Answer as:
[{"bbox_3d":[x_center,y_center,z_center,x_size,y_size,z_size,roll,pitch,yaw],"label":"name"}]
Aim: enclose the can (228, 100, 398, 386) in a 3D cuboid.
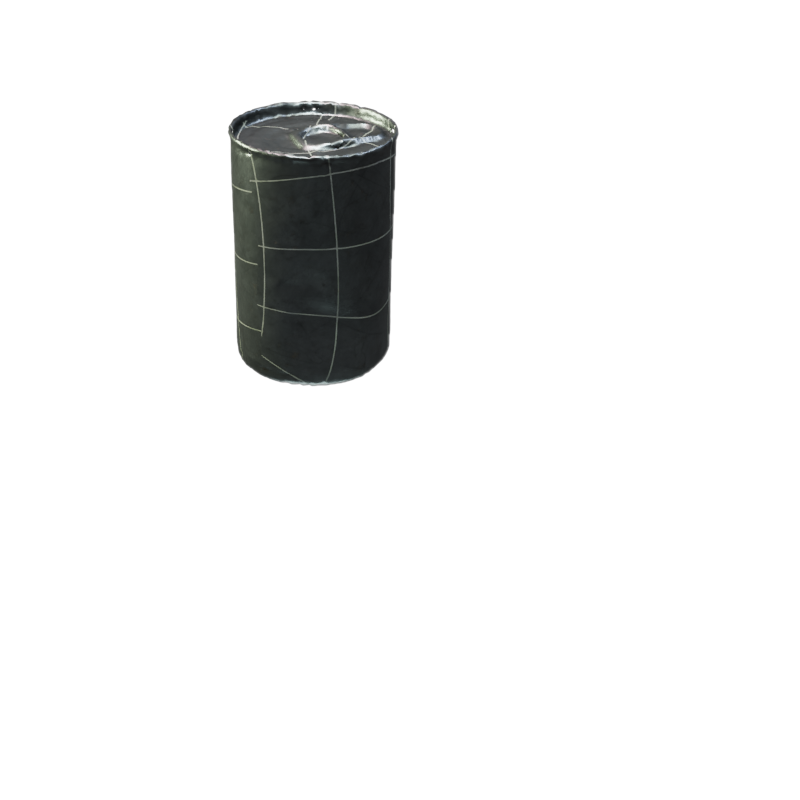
[{"bbox_3d":[-0.036,-0.066,0.464,0.068,0.097,0.073,0,28,-2],"label":"can"}]
